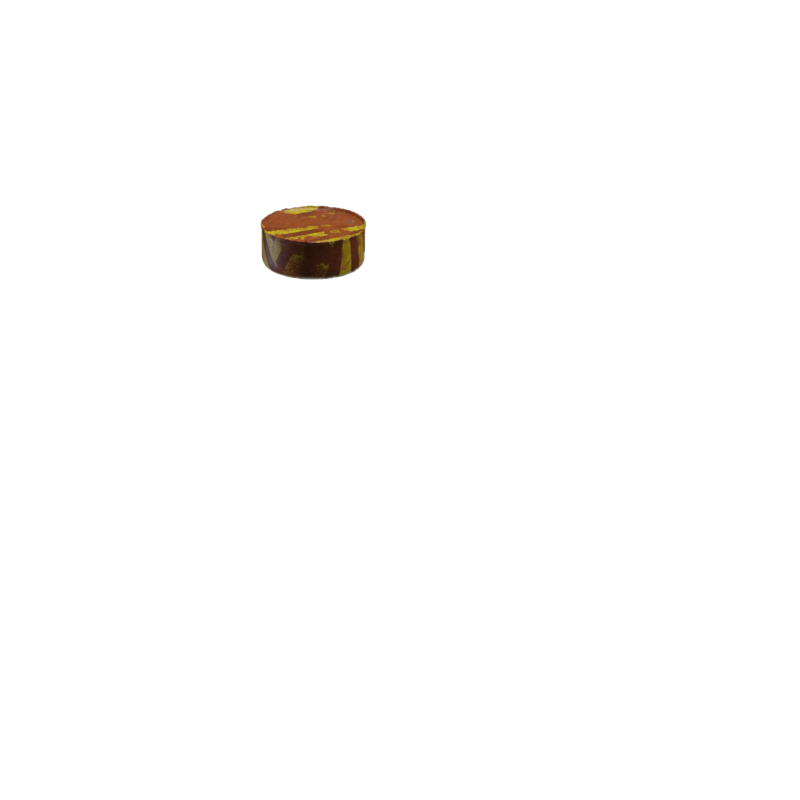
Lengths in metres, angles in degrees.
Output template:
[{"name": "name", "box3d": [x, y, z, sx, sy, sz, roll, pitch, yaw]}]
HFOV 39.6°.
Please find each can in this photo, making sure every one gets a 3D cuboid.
[{"name": "can", "box3d": [-0.071, -0.129, 0.903, 0.086, 0.032, 0.091, -1, 27, -2]}]
